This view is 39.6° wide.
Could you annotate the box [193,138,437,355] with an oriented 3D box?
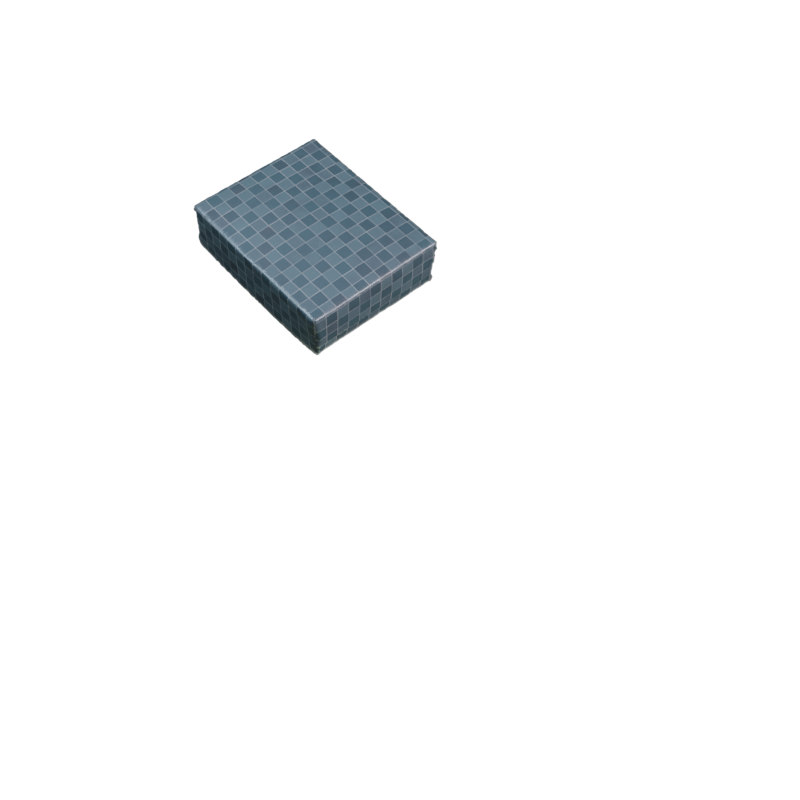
[{"bbox_3d":[-0.050,-0.091,0.635,0.090,0.121,0.036,-34,-29,-23],"label":"box"}]
